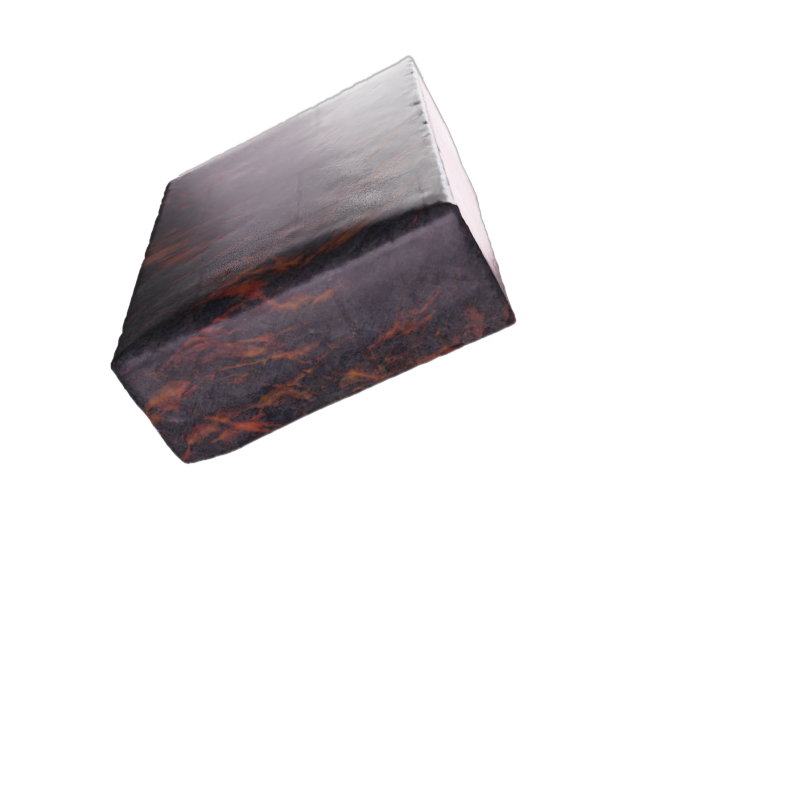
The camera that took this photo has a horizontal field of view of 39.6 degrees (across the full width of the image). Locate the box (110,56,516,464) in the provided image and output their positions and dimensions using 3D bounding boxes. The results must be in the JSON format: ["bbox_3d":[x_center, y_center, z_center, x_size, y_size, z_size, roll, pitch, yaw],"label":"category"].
[{"bbox_3d":[-0.044,-0.080,0.558,0.164,0.067,0.227,-25,29,11],"label":"box"}]
